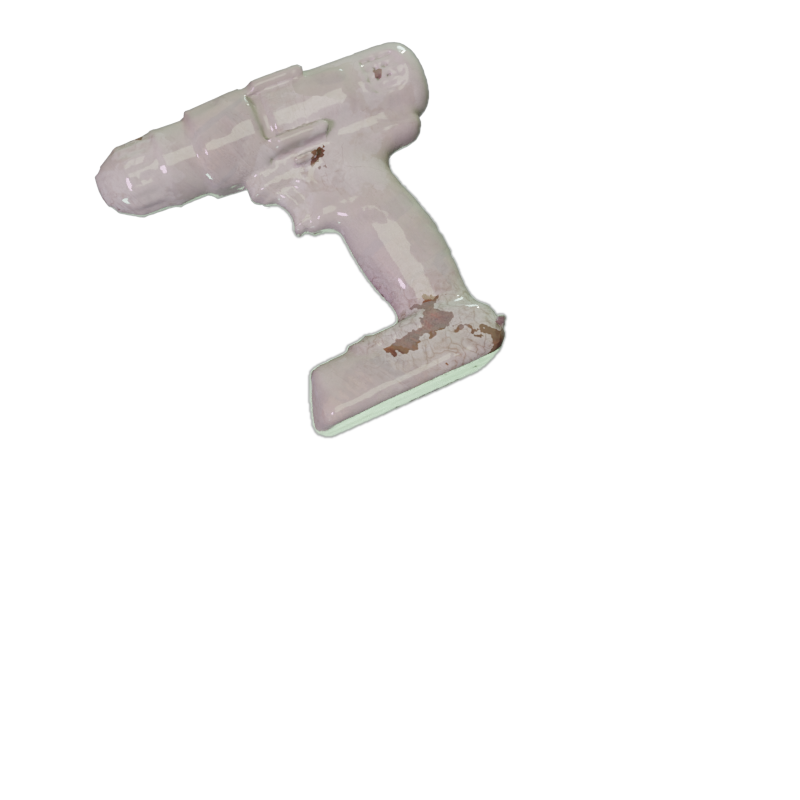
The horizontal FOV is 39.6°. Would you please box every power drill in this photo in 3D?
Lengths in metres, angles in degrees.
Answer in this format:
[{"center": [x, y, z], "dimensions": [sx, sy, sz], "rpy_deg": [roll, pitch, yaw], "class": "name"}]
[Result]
[{"center": [-0.045, -0.082, 0.571], "dimensions": [0.184, 0.195, 0.055], "rpy_deg": [-23, -14, -7], "class": "power drill"}]
